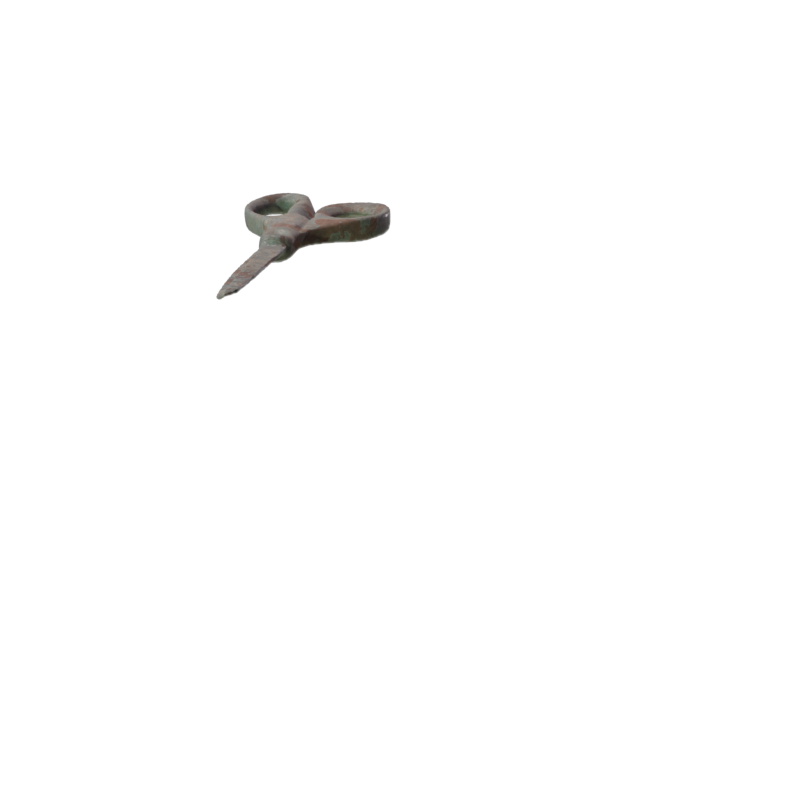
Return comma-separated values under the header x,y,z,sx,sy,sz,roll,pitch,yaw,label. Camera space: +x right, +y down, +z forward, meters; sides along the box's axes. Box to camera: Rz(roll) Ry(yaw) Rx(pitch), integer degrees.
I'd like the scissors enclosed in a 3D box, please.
x,y,z,sx,sy,sz,roll,pitch,yaw,label
-0.047,-0.086,0.603,0.096,0.015,0.211,-2,22,-5,scissors
